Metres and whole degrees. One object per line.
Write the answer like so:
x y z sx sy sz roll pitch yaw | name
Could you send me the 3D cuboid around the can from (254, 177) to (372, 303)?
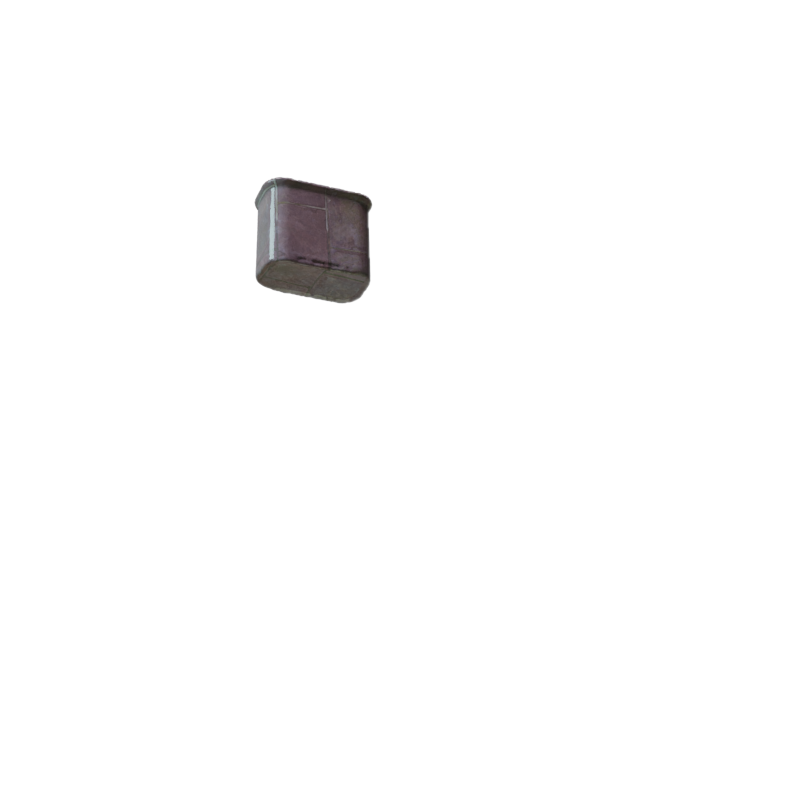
-0.075 -0.138 0.964 0.099 0.089 0.055 9 -32 -18 | can
